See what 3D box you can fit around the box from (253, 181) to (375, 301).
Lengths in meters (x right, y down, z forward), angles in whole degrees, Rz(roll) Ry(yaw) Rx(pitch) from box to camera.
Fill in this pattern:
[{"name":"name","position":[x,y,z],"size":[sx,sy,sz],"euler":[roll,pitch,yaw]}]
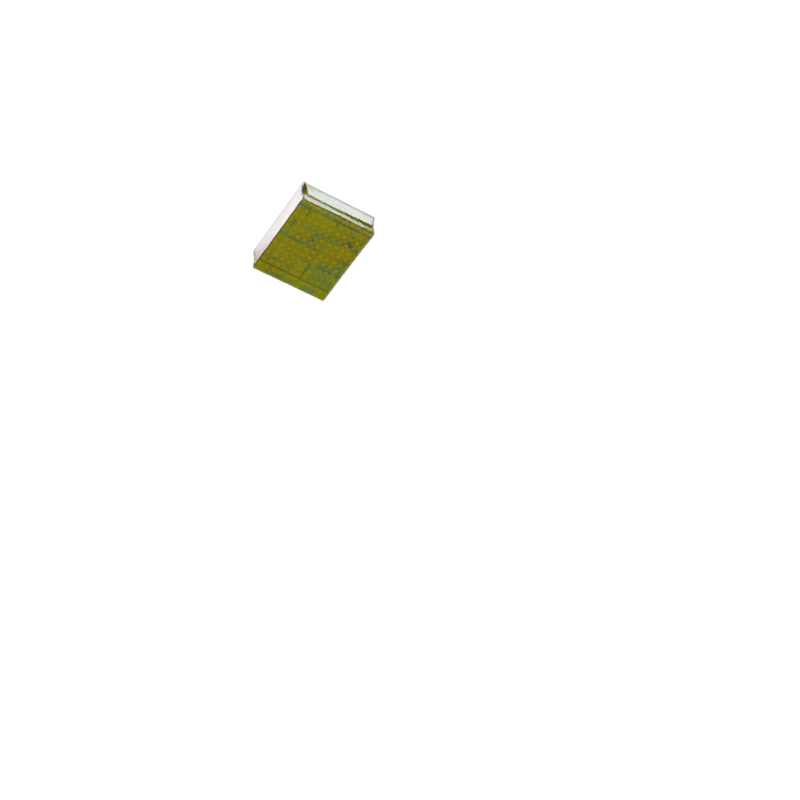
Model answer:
[{"name":"box","position":[-0.075,-0.137,0.961],"size":[0.070,0.087,0.032],"euler":[26,34,-20]}]
